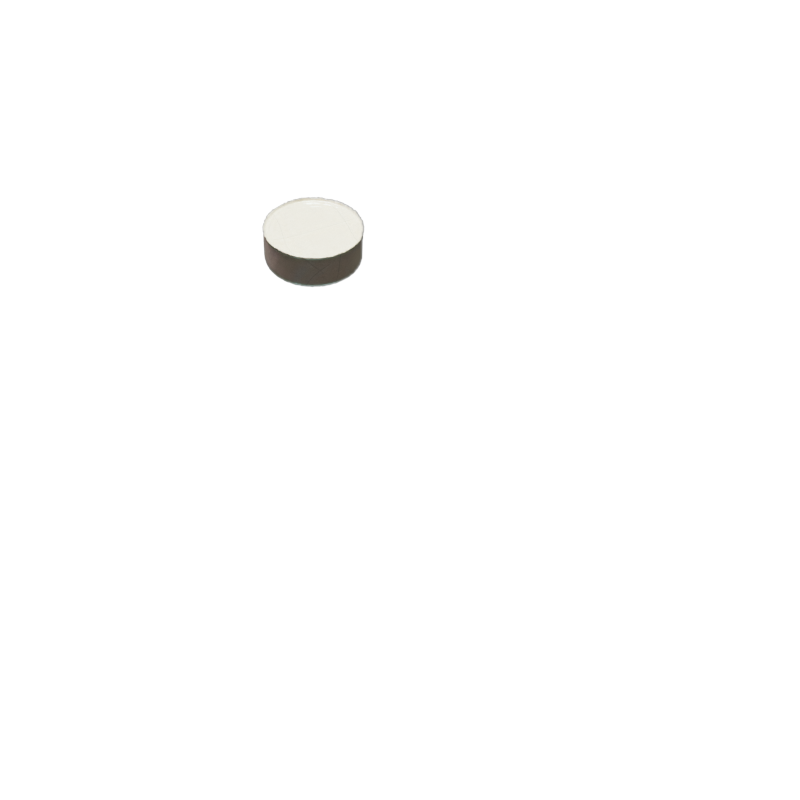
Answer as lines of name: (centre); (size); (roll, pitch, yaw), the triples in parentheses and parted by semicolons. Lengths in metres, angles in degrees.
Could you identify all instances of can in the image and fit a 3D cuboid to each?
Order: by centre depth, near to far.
can: (-0.074, -0.135, 0.944); (0.086, 0.031, 0.092); (-1, 42, -2)
